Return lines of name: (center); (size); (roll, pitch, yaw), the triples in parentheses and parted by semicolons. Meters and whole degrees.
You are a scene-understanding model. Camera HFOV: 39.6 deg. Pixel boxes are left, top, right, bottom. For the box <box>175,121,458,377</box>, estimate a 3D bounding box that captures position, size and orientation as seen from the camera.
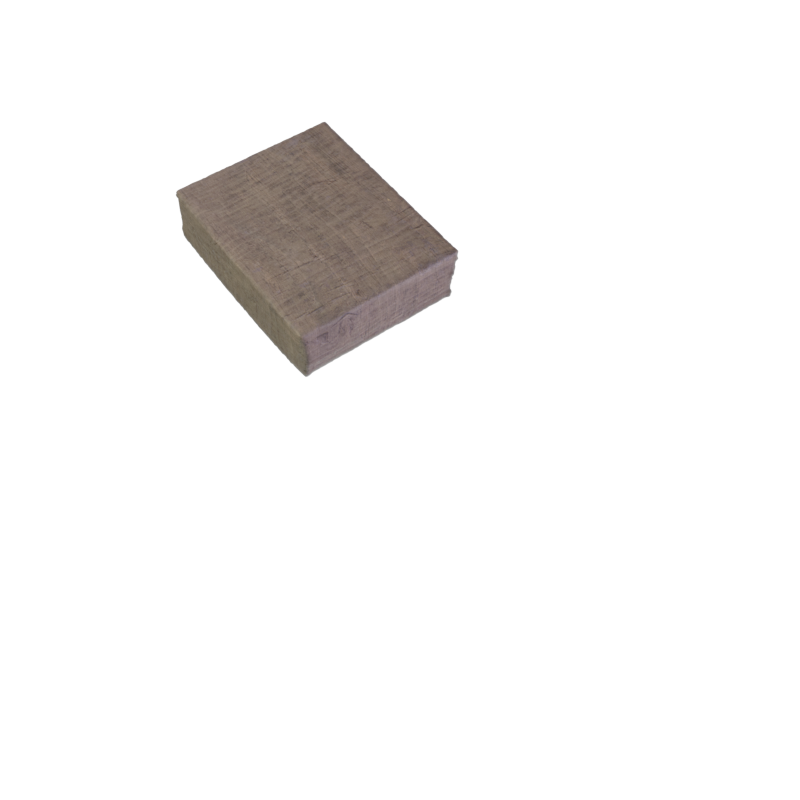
box: (-0.042, -0.077, 0.538); (0.090, 0.121, 0.036); (-30, -31, -21)
